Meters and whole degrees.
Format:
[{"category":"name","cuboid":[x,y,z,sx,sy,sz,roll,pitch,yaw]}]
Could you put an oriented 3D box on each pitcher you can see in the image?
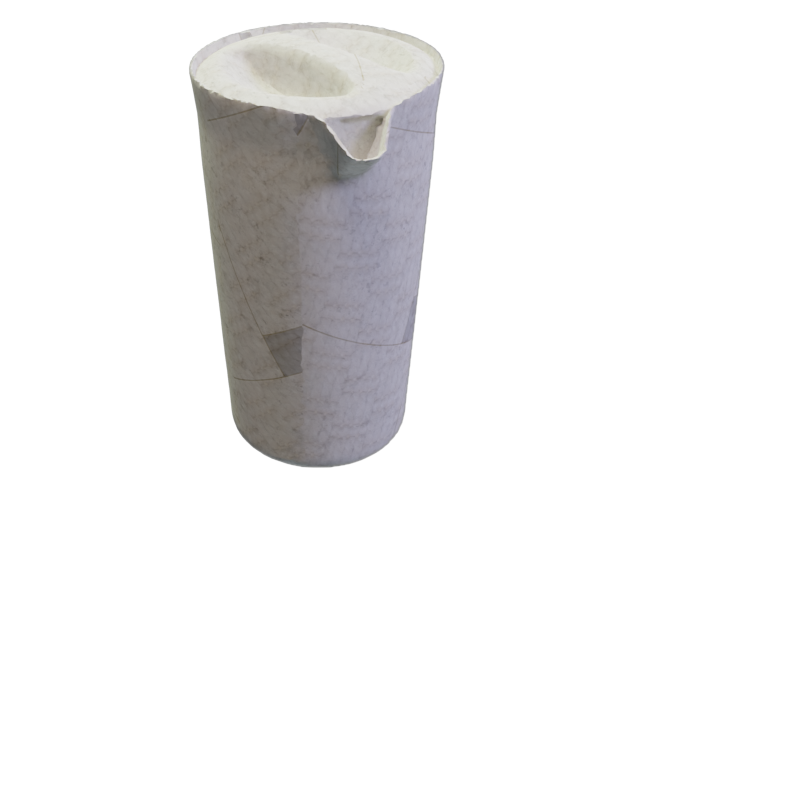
[{"category":"pitcher","cuboid":[-0.050,-0.092,0.644,0.151,0.228,0.153,15,35,20]}]
